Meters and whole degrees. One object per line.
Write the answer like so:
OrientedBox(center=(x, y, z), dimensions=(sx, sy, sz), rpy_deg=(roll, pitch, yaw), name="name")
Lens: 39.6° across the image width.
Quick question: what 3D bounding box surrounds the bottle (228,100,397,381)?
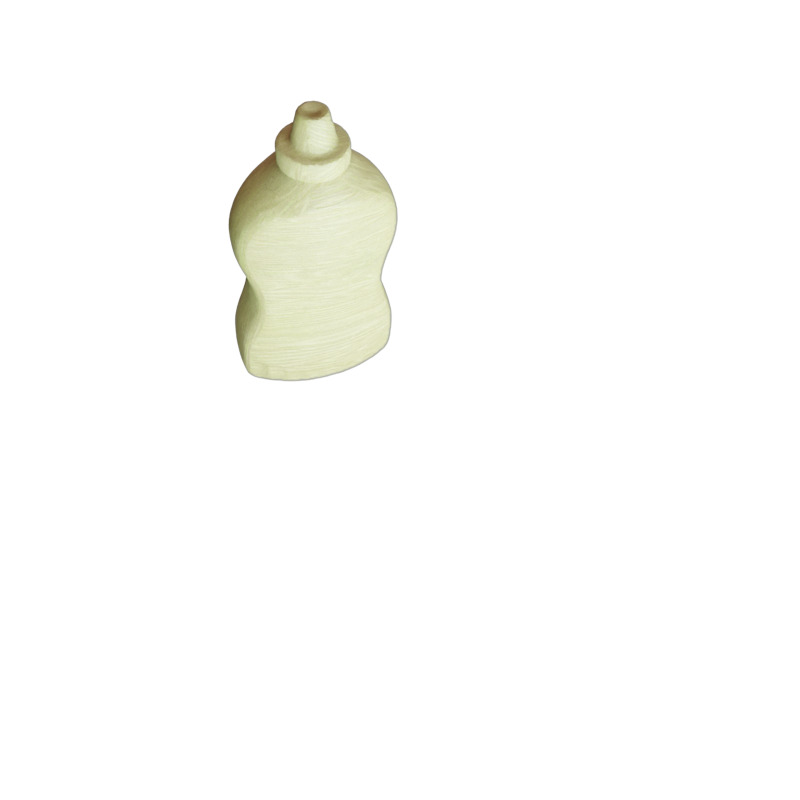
OrientedBox(center=(-0.050, -0.092, 0.641), dimensions=(0.095, 0.063, 0.179), rpy_deg=(-10, -39, -12), name="bottle")
